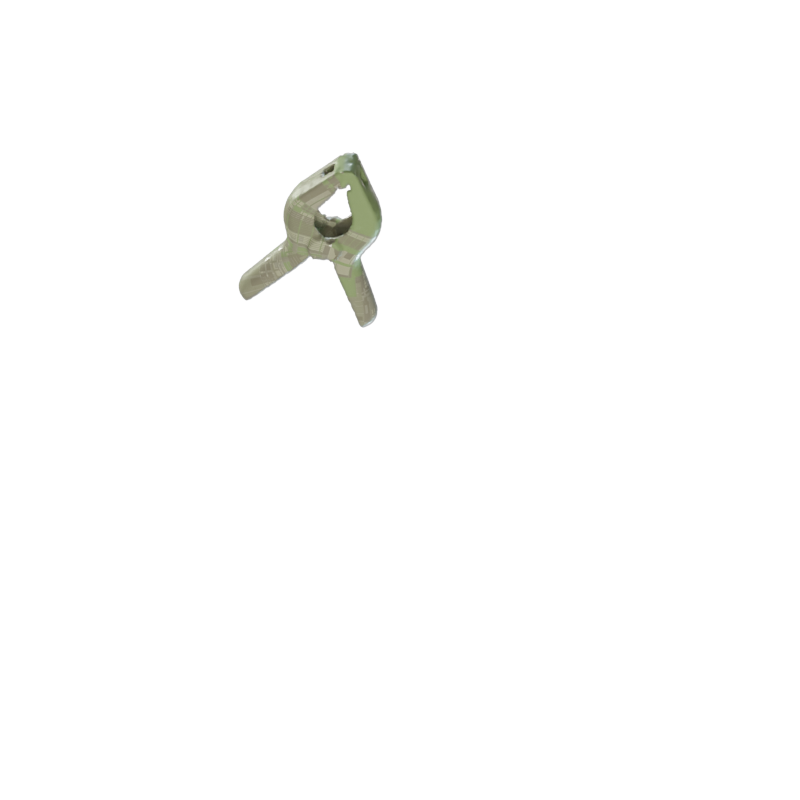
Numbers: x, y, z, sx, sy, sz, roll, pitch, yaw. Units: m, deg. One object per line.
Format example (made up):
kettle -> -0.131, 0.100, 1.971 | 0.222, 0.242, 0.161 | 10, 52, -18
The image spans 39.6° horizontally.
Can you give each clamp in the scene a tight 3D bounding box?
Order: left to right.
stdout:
clamp -> -0.071, -0.130, 0.910 | 0.119, 0.161, 0.042 | 4, 42, -4
